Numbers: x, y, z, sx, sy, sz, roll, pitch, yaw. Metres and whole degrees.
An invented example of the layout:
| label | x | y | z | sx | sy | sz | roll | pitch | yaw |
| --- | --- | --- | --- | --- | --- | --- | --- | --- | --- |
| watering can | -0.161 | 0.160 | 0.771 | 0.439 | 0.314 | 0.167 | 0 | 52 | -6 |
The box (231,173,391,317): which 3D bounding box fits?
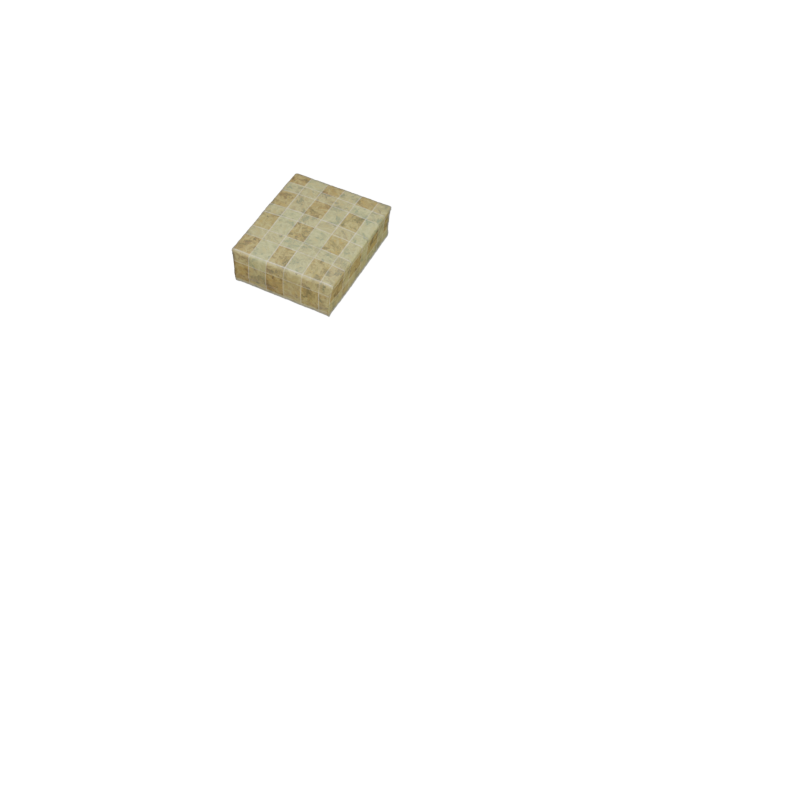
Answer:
| label | x | y | z | sx | sy | sz | roll | pitch | yaw |
| --- | --- | --- | --- | --- | --- | --- | --- | --- | --- |
| box | -0.071 | -0.128 | 0.899 | 0.093 | 0.118 | 0.036 | 19 | -39 | 16 |
